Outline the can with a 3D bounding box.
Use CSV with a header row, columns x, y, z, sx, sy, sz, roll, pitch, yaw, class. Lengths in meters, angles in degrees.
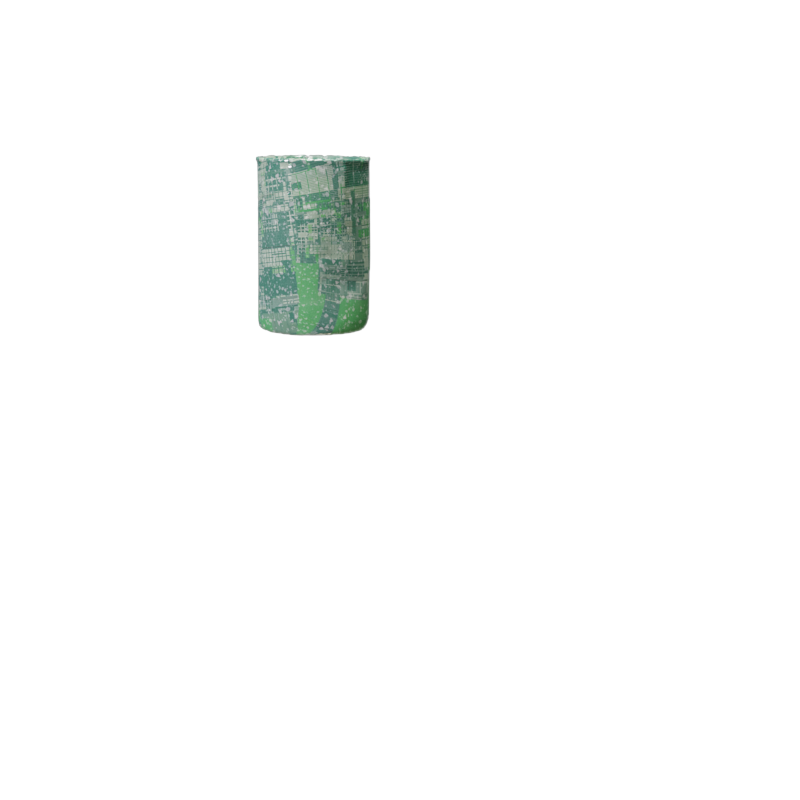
x,y,z,sx,sy,sz,roll,pitch,yaw,class
-0.052,-0.095,0.662,0.068,0.100,0.070,0,9,-2,can
